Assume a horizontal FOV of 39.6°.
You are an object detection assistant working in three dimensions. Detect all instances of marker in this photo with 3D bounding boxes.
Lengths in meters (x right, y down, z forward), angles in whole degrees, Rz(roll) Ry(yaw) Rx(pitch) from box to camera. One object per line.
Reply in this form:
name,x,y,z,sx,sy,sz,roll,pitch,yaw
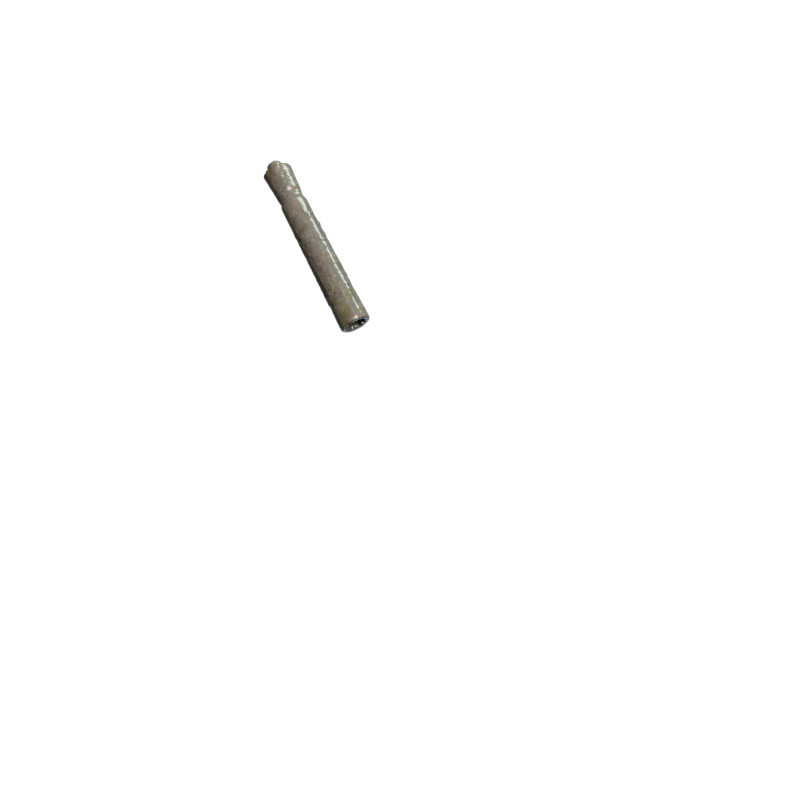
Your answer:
marker,-0.053,-0.097,0.679,0.020,0.128,0.019,-23,-23,-11
